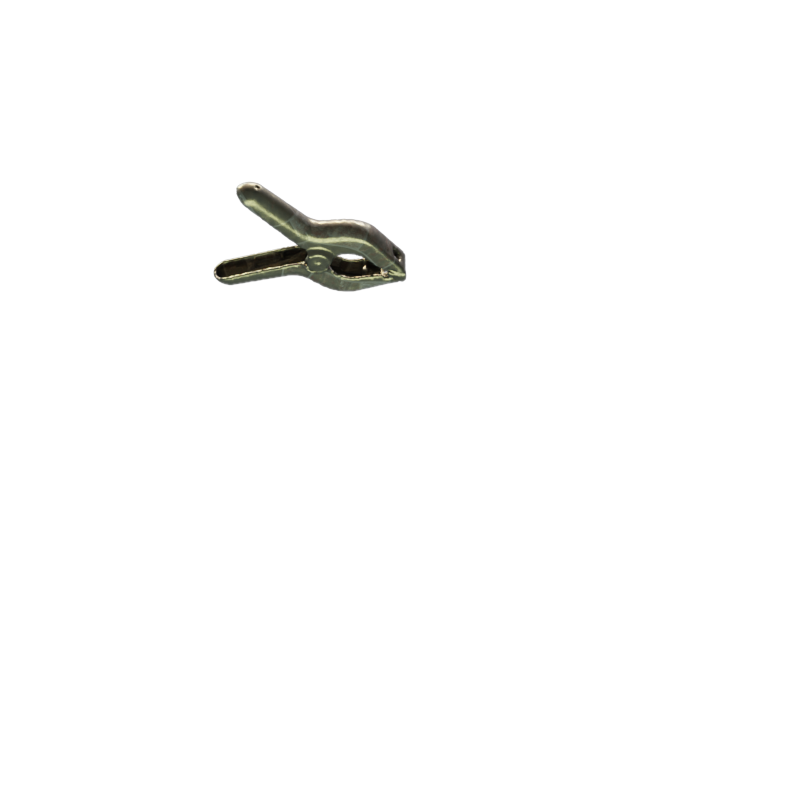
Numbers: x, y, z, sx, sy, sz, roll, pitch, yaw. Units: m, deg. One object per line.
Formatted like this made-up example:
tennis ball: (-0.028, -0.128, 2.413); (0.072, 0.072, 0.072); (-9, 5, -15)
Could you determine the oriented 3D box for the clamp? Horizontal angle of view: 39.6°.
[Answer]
clamp: (-0.076, -0.138, 0.968); (0.170, 0.042, 0.113); (3, -32, -5)
